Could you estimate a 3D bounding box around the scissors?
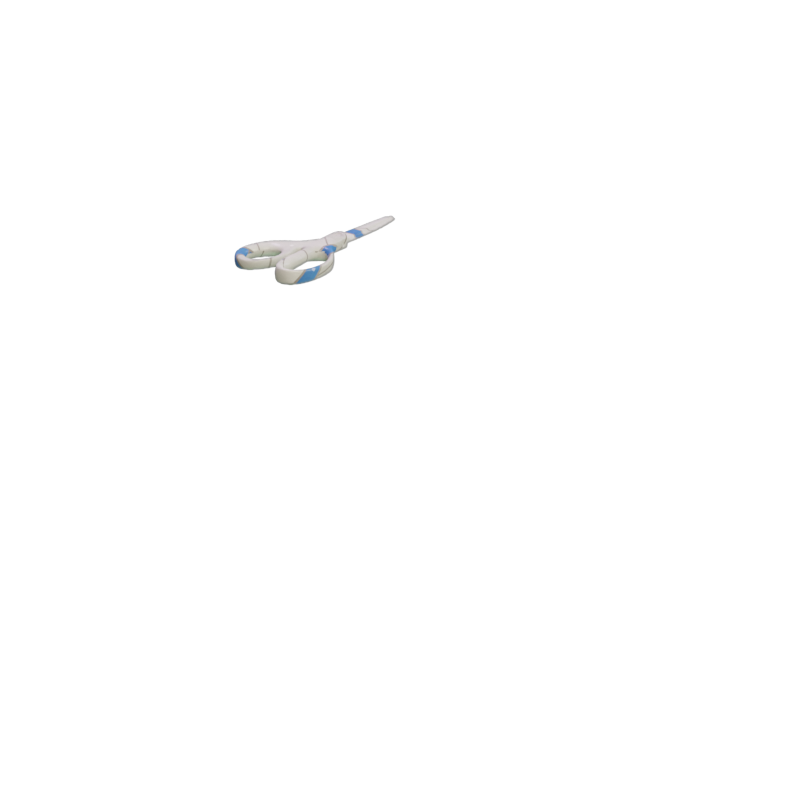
[{"bbox_3d":[-0.078,-0.142,0.998,0.099,0.015,0.206,7,25,15],"label":"scissors"}]
